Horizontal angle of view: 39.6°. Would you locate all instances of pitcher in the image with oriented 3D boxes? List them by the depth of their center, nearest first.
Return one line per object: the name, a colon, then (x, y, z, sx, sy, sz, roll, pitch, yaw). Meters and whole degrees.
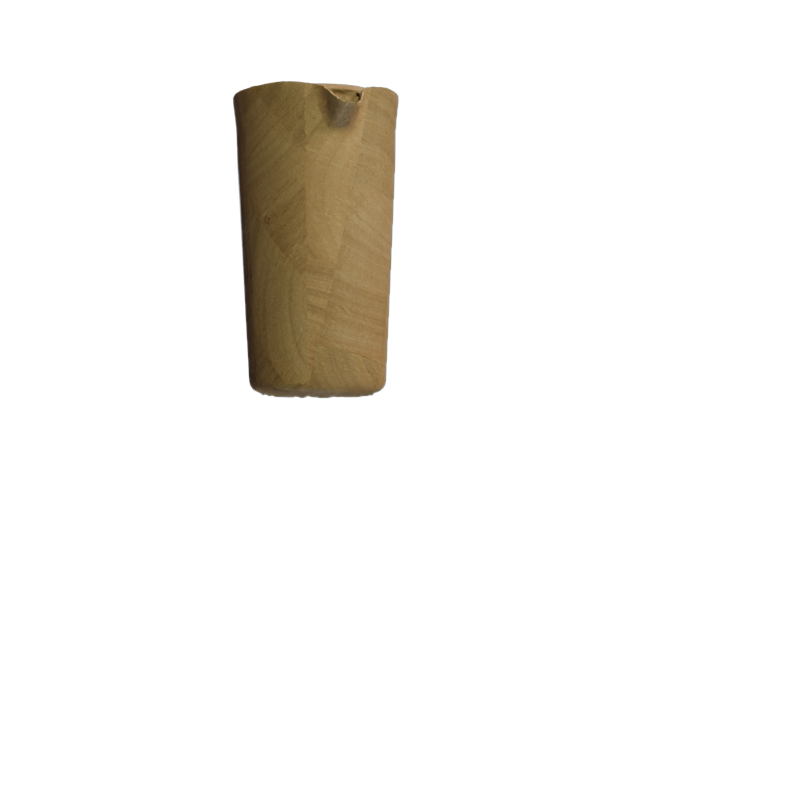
pitcher: (-0.070, -0.127, 0.890, 0.149, 0.246, 0.144, -1, -3, 24)
